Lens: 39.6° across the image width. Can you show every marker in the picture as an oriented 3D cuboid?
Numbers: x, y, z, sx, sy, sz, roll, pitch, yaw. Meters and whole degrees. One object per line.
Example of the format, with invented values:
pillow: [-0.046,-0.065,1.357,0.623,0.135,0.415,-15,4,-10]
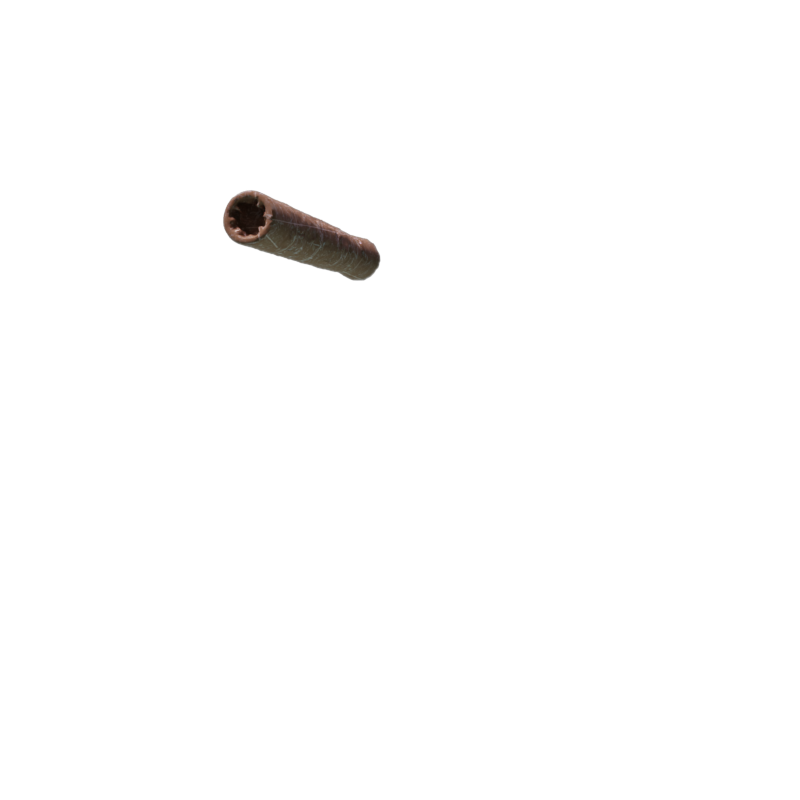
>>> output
marker: [-0.033,-0.061,0.424,0.020,0.020,0.117,2,0,18]
